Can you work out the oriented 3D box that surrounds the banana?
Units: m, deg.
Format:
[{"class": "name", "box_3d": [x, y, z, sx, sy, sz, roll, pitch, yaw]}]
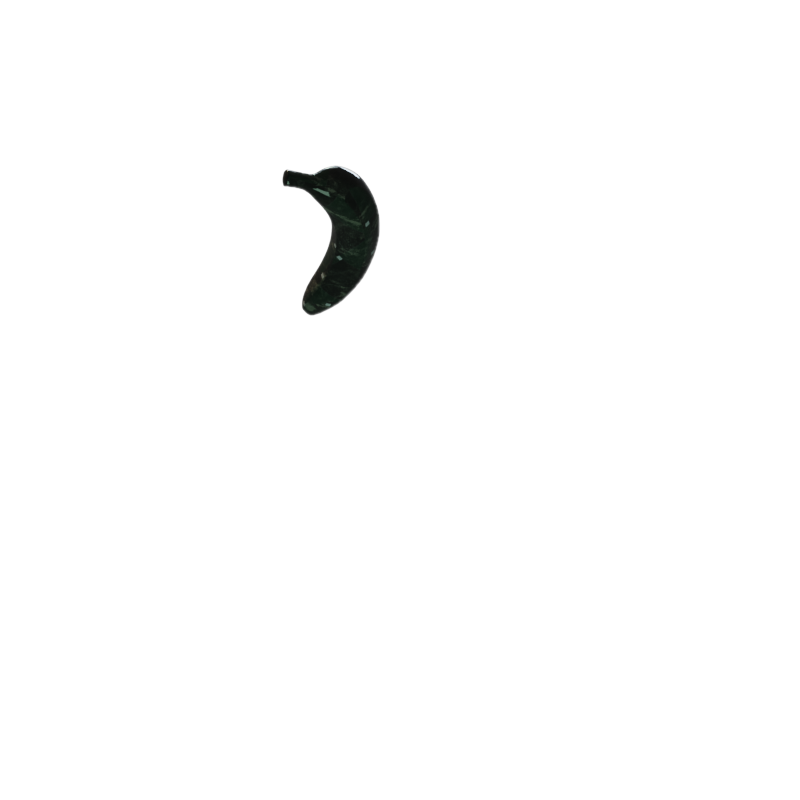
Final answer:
[{"class": "banana", "box_3d": [-0.051, -0.128, 0.878, 0.070, 0.039, 0.185, -1, -30, 1]}]
